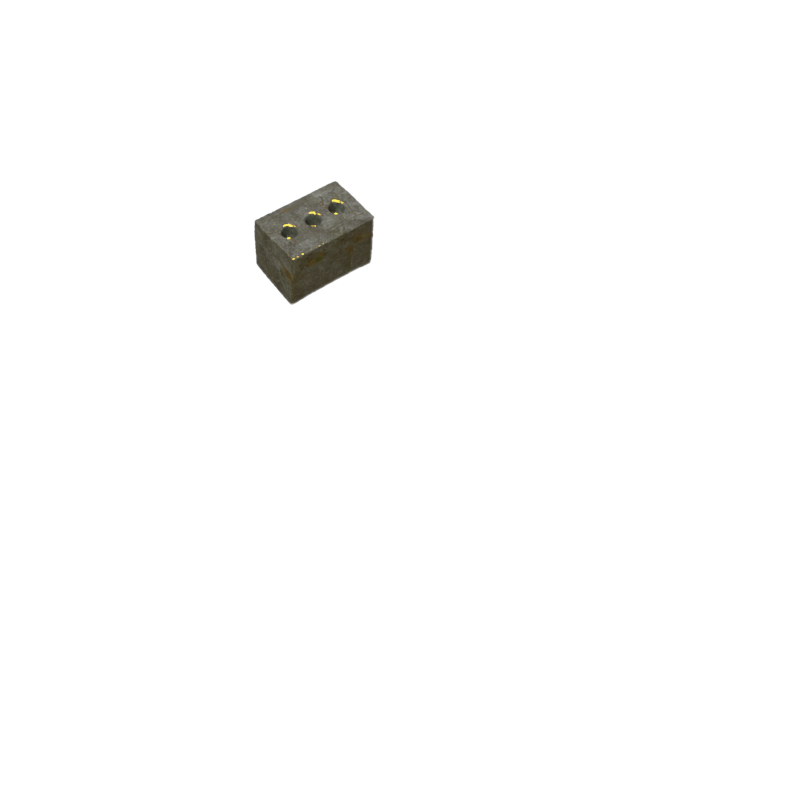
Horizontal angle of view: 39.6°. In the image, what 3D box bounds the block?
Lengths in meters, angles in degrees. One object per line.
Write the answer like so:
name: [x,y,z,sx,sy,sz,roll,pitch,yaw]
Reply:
block: [-0.067,-0.122,0.852,0.078,0.056,0.048,-31,-32,-23]
